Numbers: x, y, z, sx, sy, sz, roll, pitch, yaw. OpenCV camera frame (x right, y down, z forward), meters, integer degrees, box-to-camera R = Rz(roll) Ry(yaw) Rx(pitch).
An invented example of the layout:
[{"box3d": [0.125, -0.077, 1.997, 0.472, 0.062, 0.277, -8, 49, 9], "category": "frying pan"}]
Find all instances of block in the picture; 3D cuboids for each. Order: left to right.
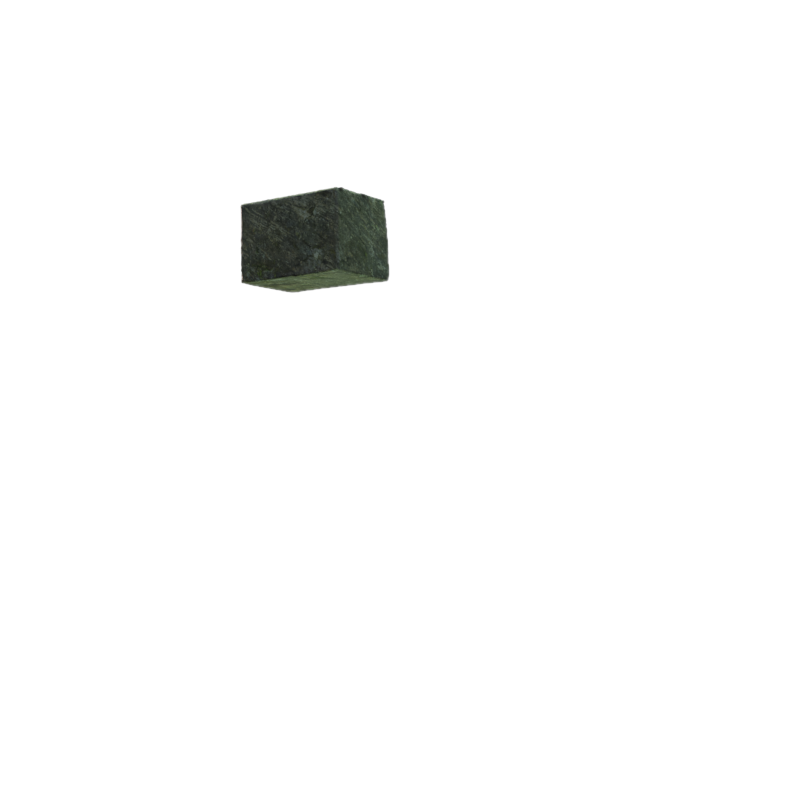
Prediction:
[{"box3d": [-0.053, -0.097, 0.680, 0.080, 0.052, 0.050, -4, -8, 35], "category": "block"}]
